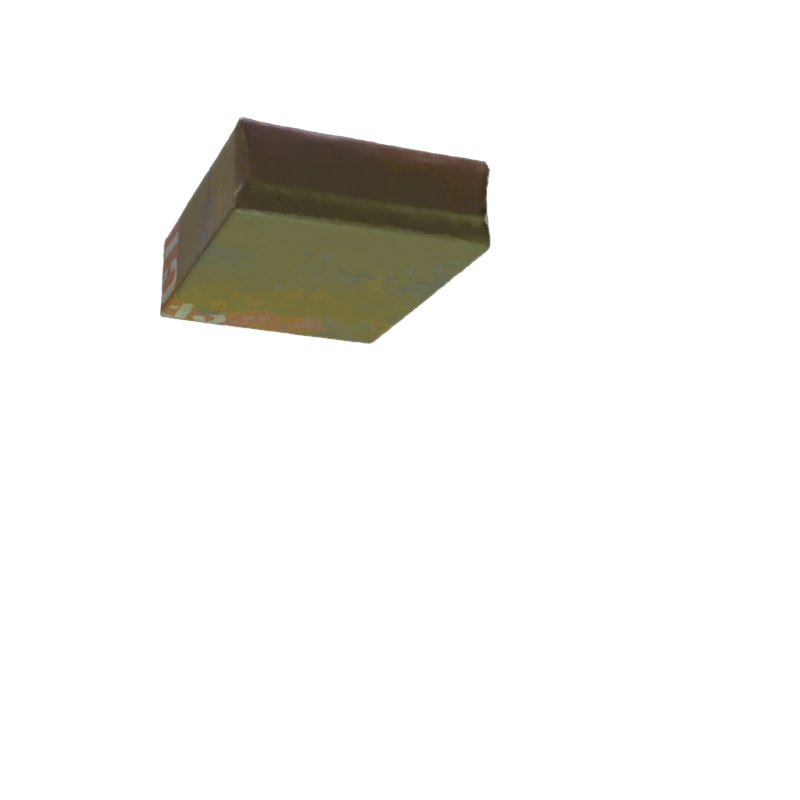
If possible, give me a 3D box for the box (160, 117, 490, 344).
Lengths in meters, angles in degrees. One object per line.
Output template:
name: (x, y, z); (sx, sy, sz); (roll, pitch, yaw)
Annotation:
box: (-0.026, -0.047, 0.327); (0.071, 0.032, 0.088); (7, -19, -21)
